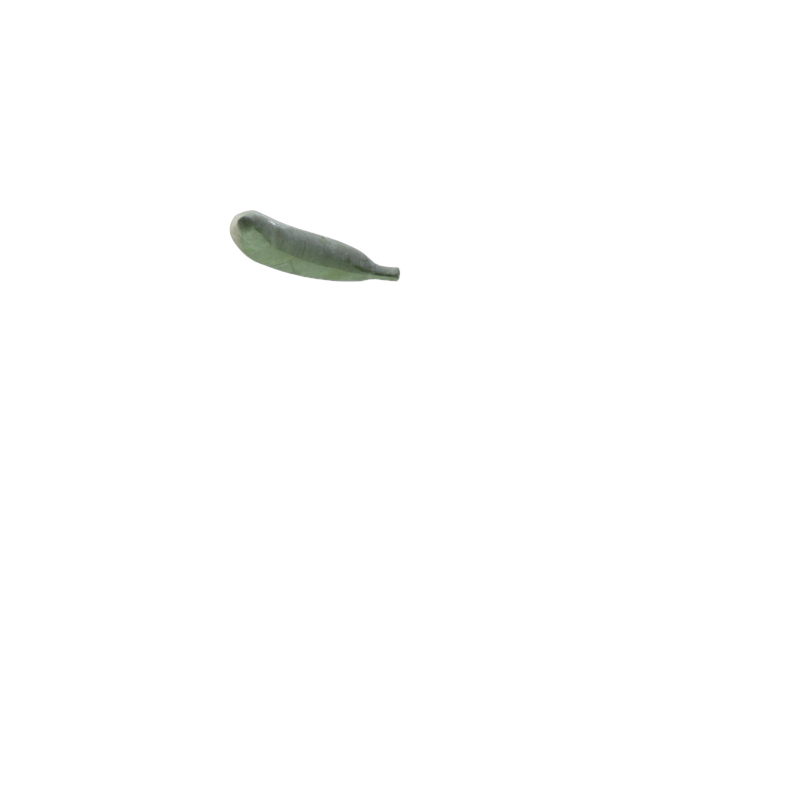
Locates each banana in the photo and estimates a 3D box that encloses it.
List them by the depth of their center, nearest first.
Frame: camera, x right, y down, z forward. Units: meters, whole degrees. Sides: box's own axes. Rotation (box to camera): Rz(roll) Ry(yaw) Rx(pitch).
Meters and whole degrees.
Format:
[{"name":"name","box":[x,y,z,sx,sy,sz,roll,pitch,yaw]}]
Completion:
[{"name":"banana","box":[-0.082,-0.126,0.905,0.071,0.038,0.187,-6,-9,38]}]
